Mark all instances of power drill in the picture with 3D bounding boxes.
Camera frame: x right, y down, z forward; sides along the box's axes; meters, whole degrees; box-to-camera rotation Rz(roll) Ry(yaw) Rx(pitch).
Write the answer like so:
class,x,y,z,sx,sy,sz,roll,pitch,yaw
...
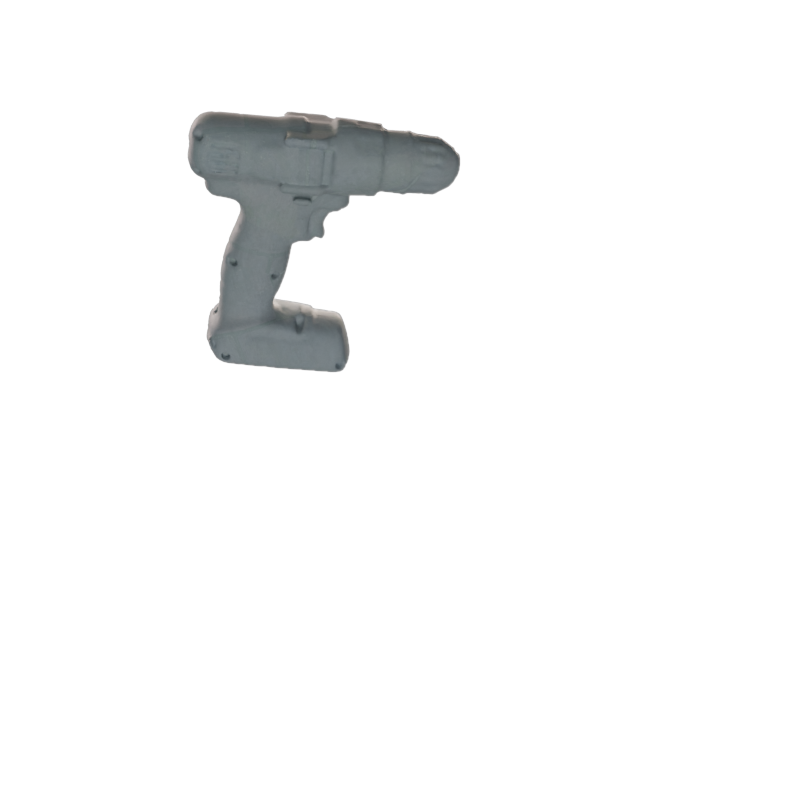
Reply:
class,x,y,z,sx,sy,sz,roll,pitch,yaw
power drill,-0.061,-0.112,0.782,0.183,0.178,0.061,7,29,-4
